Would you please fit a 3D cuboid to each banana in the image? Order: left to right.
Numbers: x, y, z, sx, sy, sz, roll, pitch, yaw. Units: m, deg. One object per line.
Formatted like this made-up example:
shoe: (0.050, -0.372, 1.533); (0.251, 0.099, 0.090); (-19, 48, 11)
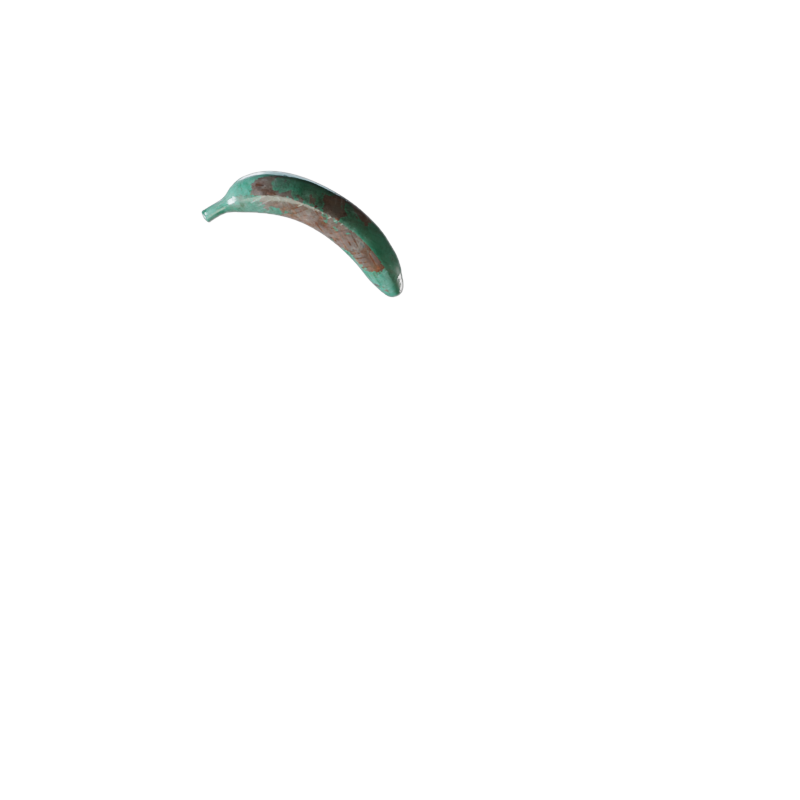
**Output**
banana: (-0.071, -0.153, 0.971); (0.191, 0.067, 0.039); (22, 35, -17)
